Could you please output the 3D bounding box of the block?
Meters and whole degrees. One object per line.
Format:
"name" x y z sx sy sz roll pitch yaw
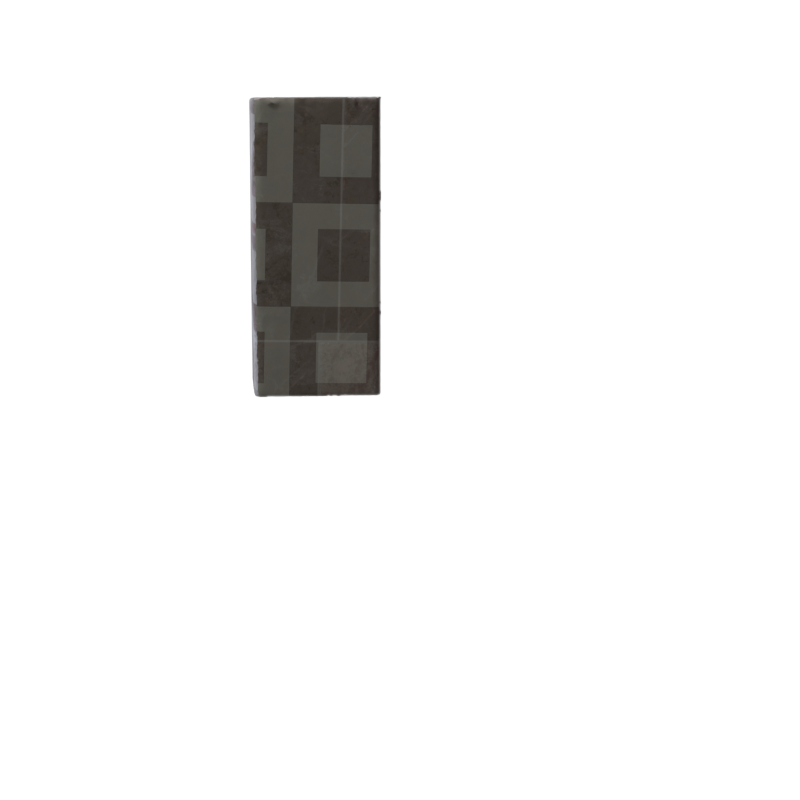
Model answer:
"block" -0.063 -0.114 0.799 0.090 0.203 0.092 0 7 -6
